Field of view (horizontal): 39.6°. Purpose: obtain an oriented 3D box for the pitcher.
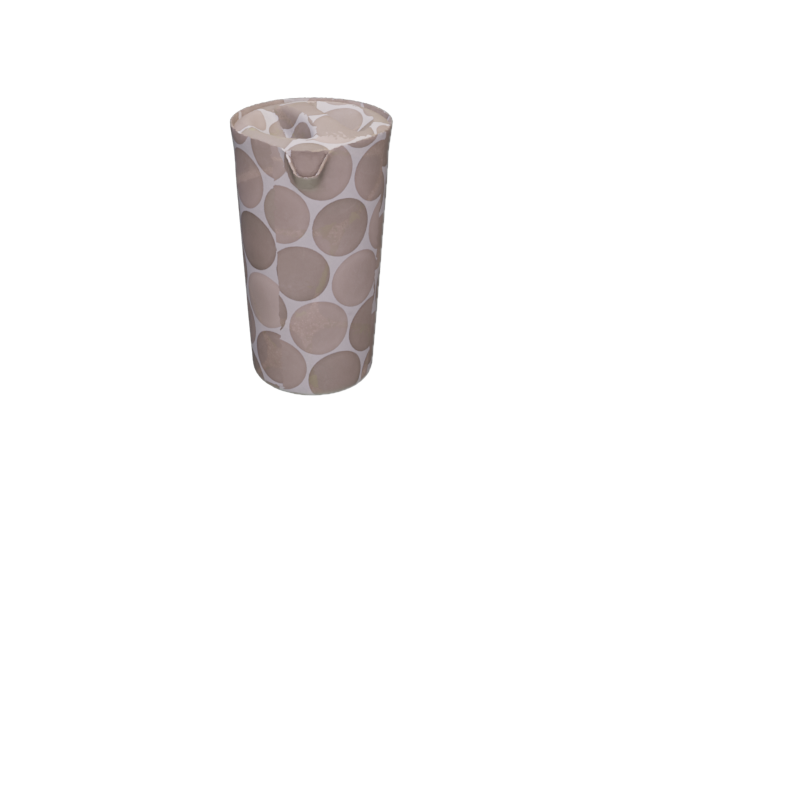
[{"bbox_3d":[-0.075,-0.137,0.963,0.154,0.230,0.148,25,35,38],"label":"pitcher"}]
